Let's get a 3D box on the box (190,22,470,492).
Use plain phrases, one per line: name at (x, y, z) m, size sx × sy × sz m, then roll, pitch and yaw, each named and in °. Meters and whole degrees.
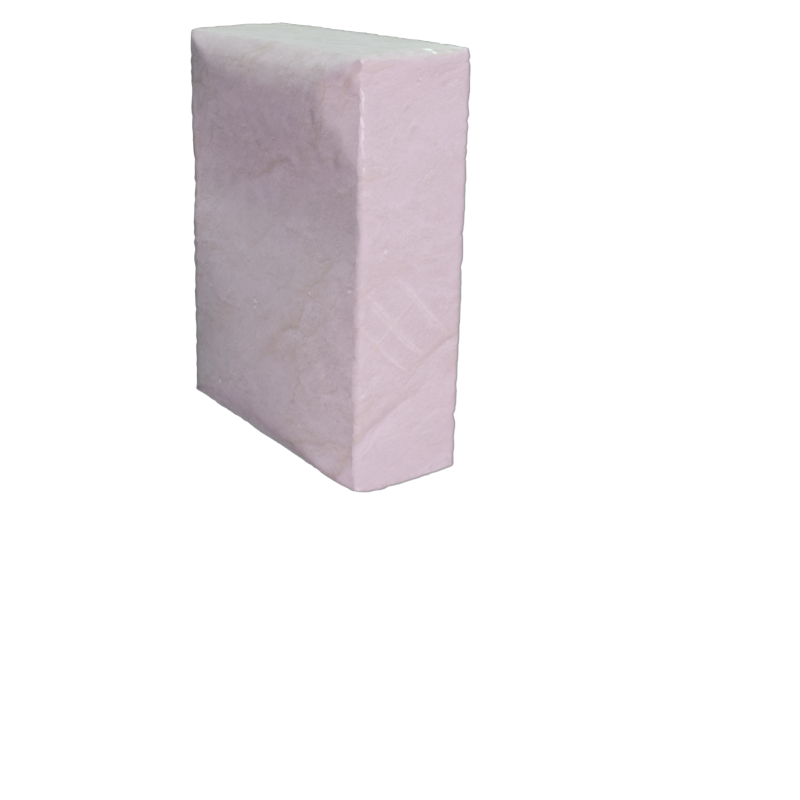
box at (-0.045, -0.083, 0.581) m, size 0.070 × 0.205 × 0.175 m, roll -11°, pitch 22°, yaw -35°
